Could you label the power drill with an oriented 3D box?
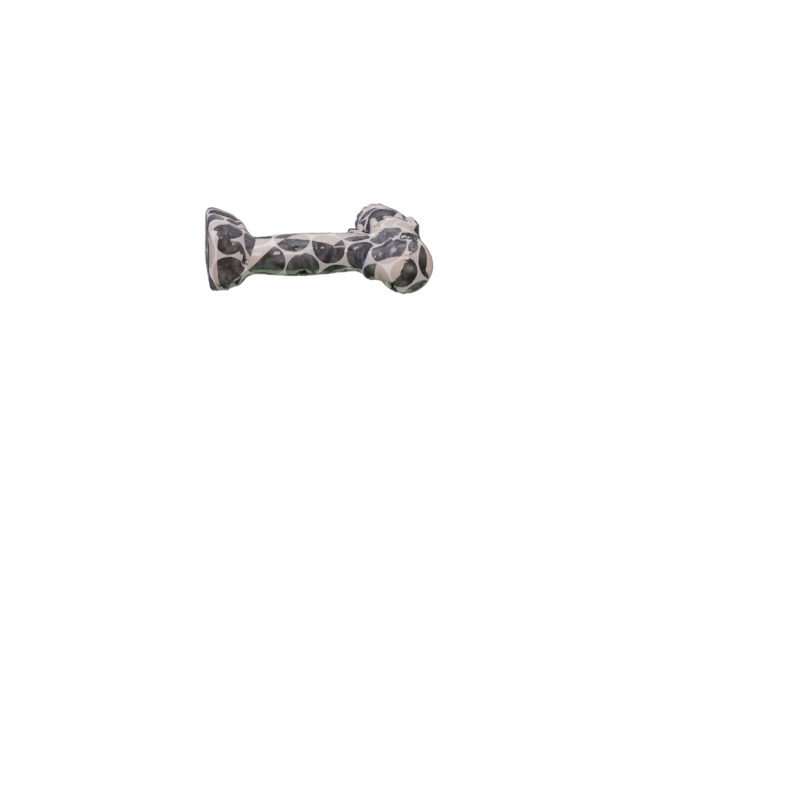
[{"bbox_3d":[-0.076,-0.138,0.966,0.186,0.055,0.193,-3,20,-8],"label":"power drill"}]
